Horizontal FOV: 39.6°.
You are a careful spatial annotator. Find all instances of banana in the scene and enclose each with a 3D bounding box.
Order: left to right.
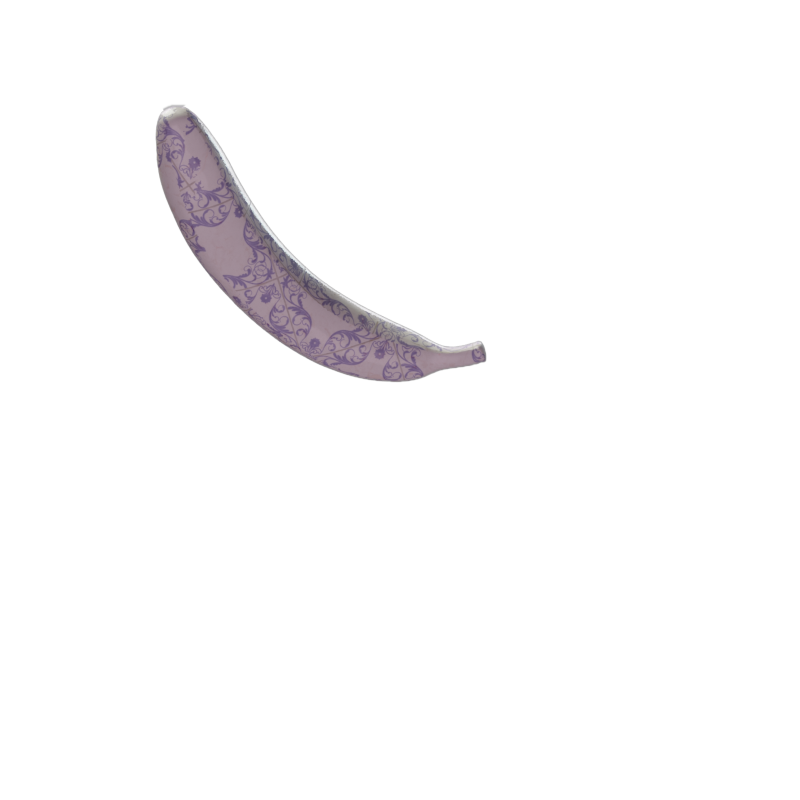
[{"bbox_3d":[-0.051,-0.062,0.536,0.189,0.068,0.039,36,24,-19],"label":"banana"}]
